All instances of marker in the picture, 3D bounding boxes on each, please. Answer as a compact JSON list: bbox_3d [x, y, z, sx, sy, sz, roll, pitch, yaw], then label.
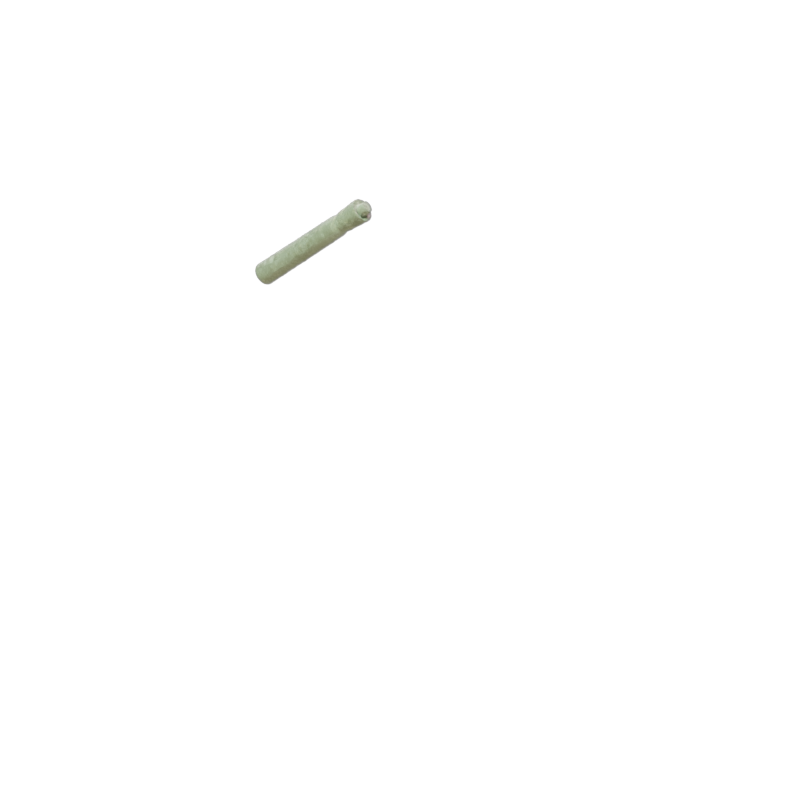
[{"bbox_3d":[-0.067,-0.122,0.852,0.121,0.020,0.019,-26,-14,38],"label":"marker"}]
